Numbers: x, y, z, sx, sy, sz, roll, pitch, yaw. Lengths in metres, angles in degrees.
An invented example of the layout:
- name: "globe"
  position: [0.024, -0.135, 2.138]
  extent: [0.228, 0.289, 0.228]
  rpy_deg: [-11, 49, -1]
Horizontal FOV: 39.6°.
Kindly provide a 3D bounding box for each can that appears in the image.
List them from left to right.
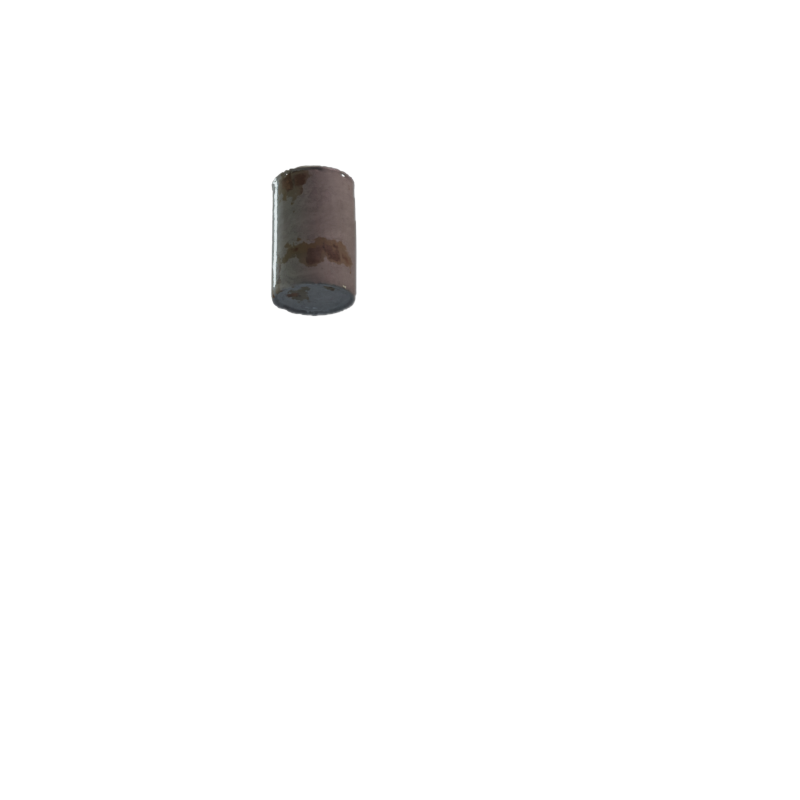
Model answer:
- name: "can"
  position: [-0.069, -0.126, 0.882]
  extent: [0.068, 0.108, 0.065]
  rpy_deg: [0, -22, -2]
